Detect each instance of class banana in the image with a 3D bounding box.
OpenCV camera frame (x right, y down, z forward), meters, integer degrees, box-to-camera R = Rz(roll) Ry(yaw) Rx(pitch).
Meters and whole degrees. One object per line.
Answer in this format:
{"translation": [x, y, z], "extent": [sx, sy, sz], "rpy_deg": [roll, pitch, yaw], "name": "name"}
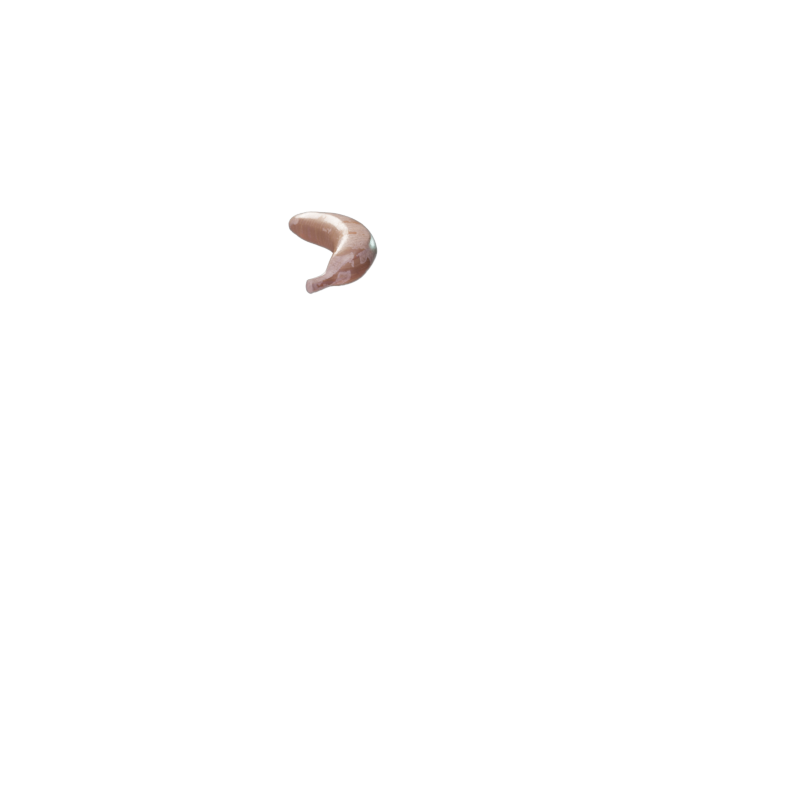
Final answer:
{"translation": [-0.059, -0.141, 0.994], "extent": [0.069, 0.035, 0.208], "rpy_deg": [-3, 22, -8], "name": "banana"}
